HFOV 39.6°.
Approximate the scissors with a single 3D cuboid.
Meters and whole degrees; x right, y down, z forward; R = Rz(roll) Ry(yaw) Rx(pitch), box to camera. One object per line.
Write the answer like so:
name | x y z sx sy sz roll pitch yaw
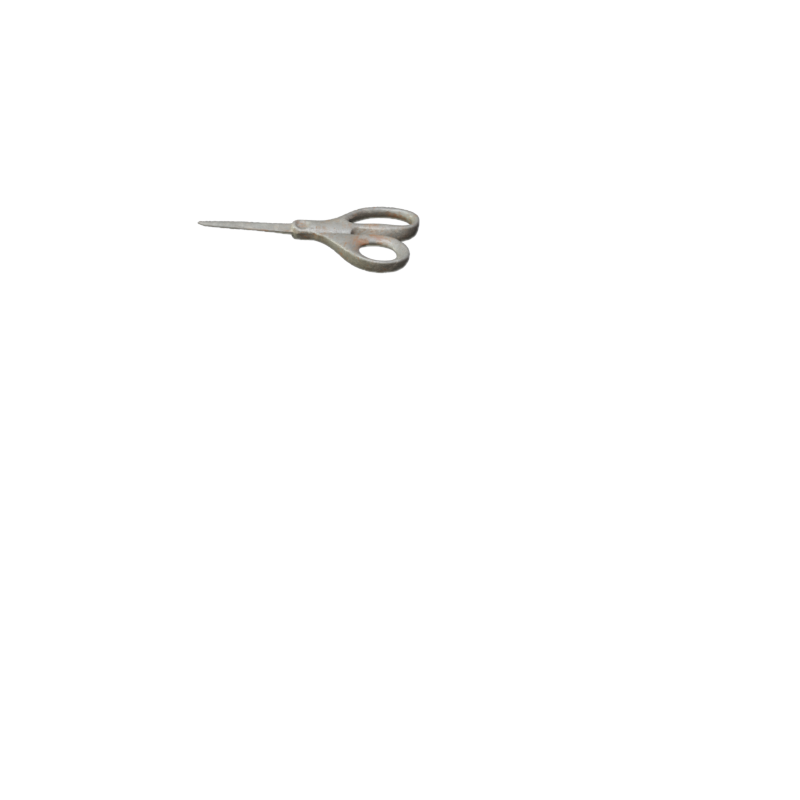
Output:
scissors | -0.078 -0.142 0.998 0.200 0.015 0.104 -7 42 -8
